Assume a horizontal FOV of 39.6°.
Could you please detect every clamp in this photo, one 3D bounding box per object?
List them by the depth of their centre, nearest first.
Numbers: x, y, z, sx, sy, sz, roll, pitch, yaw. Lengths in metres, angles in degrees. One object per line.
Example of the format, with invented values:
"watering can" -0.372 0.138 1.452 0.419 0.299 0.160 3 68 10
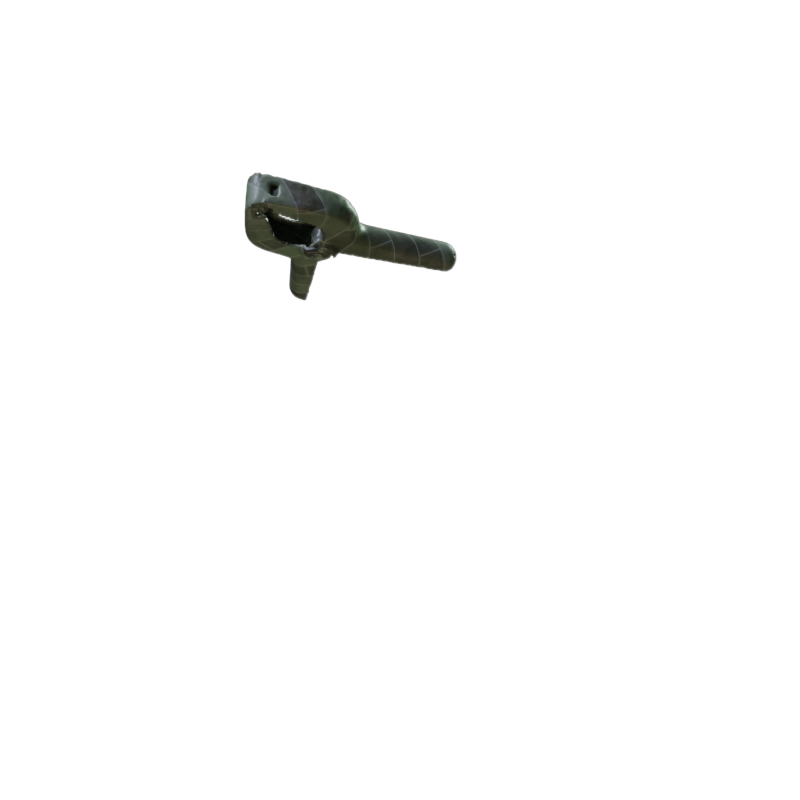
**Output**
"clamp" -0.073 -0.134 0.937 0.167 0.038 0.197 -13 -22 34
